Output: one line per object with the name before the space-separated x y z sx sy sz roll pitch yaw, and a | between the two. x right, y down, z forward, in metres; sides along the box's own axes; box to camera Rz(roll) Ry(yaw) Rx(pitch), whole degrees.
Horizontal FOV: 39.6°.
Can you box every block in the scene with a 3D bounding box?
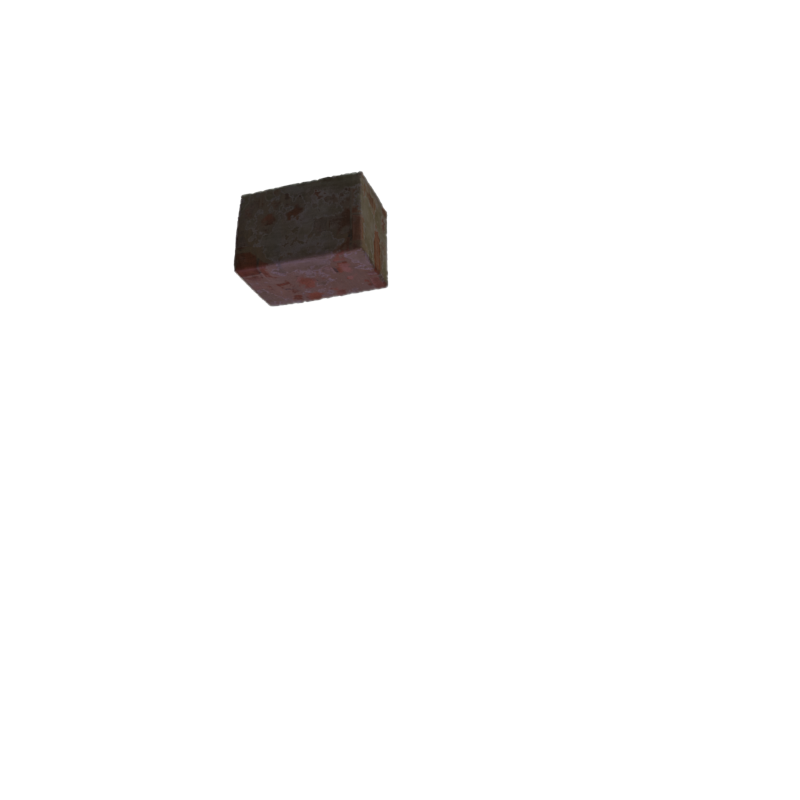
block | -0.051 -0.092 0.647 0.079 0.054 0.049 -8 -26 16
